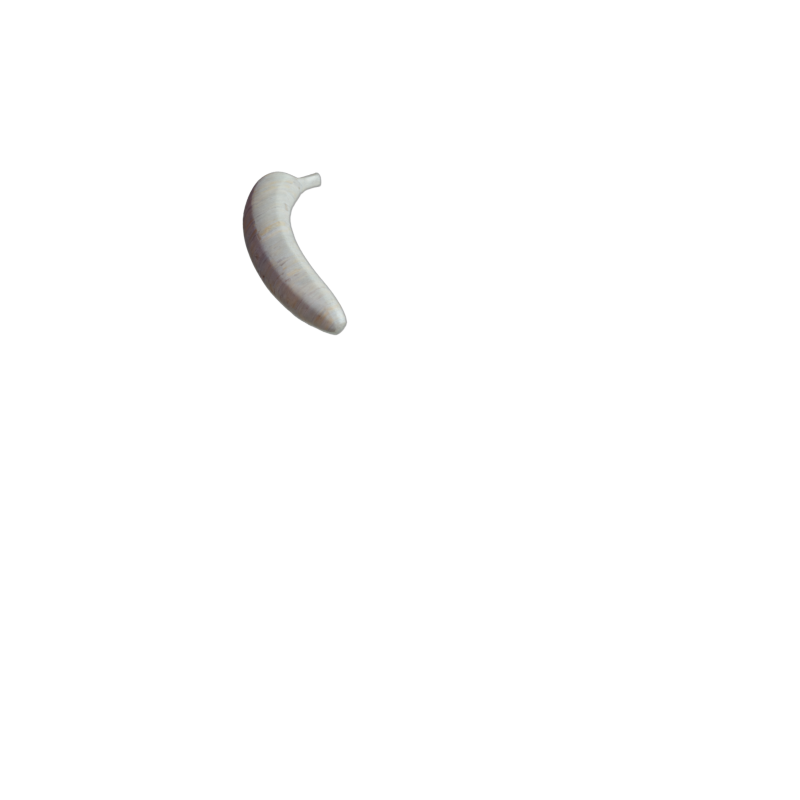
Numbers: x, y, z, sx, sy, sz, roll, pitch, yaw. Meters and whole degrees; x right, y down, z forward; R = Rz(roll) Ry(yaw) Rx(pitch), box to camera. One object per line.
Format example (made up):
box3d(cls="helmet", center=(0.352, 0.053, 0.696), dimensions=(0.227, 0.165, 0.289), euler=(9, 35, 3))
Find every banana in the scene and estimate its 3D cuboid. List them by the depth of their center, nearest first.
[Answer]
box3d(cls="banana", center=(-0.085, -0.123, 0.853), dimensions=(0.069, 0.034, 0.213), euler=(-5, 44, -6))
